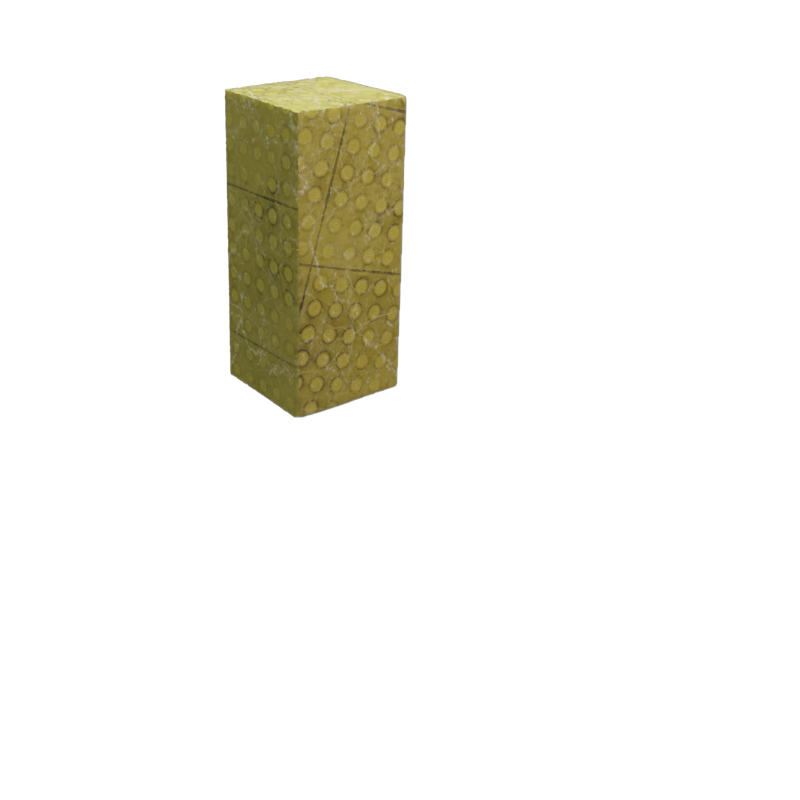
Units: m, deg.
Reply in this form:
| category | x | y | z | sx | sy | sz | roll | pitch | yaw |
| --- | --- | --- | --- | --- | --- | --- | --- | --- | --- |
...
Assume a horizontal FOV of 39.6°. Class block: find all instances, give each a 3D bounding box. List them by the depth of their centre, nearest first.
| category | x | y | z | sx | sy | sz | roll | pitch | yaw |
| --- | --- | --- | --- | --- | --- | --- | --- | --- | --- |
| block | -0.058 | -0.108 | 0.755 | 0.088 | 0.197 | 0.097 | -14 | 25 | -35 |
